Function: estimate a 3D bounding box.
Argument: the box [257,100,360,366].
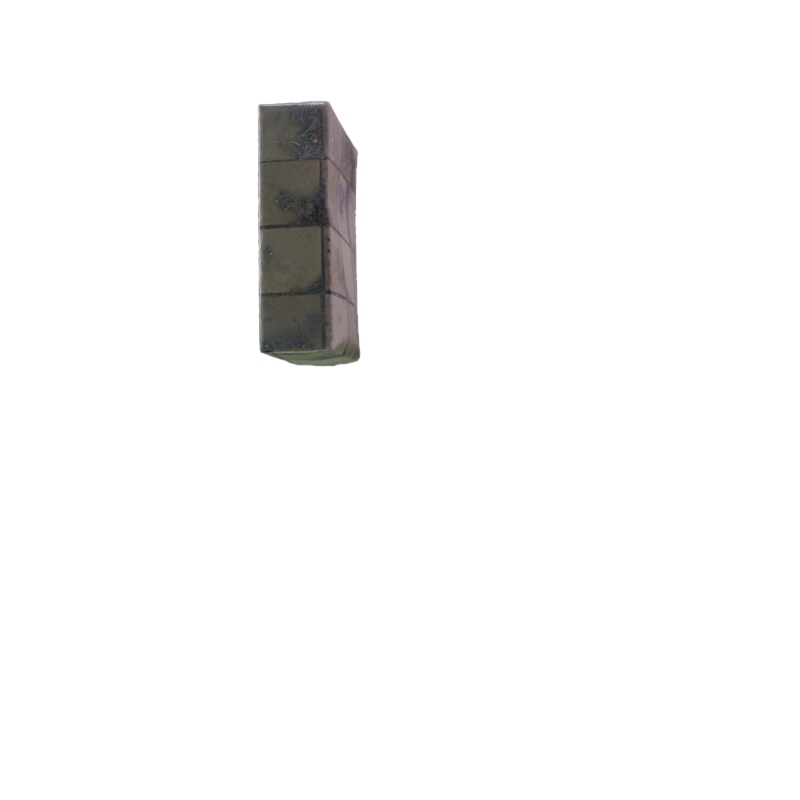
[{"bbox_3d":[-0.078,-0.142,0.995,0.072,0.219,0.159,-2,-7,6],"label":"box"}]
